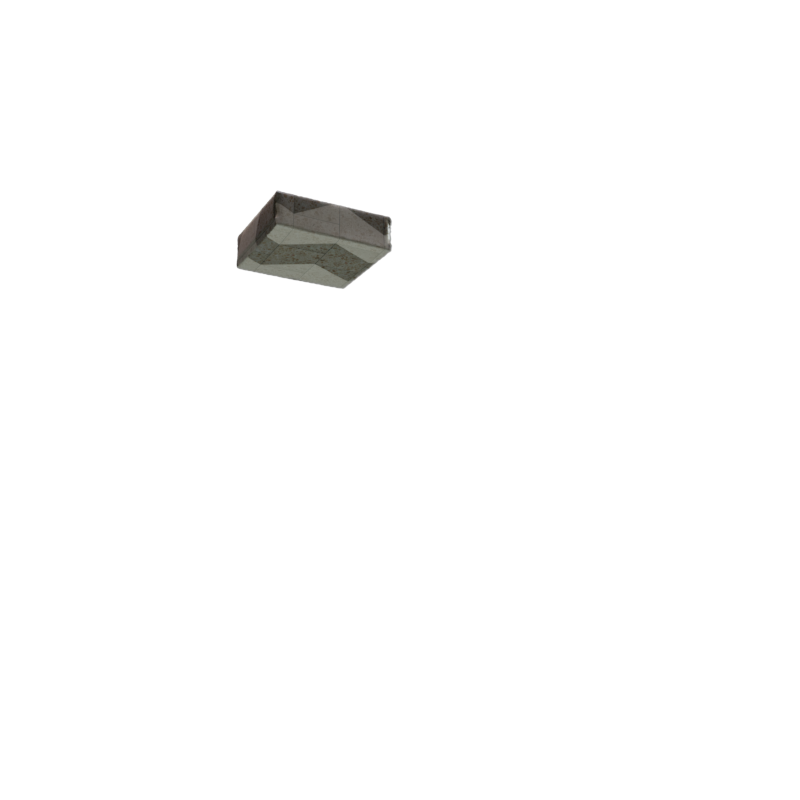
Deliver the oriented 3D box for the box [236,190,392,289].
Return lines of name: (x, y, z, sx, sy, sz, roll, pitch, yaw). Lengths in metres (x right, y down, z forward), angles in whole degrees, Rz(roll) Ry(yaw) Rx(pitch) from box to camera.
box: (-0.061, -0.111, 0.776, 0.086, 0.032, 0.072, 10, -23, -24)
